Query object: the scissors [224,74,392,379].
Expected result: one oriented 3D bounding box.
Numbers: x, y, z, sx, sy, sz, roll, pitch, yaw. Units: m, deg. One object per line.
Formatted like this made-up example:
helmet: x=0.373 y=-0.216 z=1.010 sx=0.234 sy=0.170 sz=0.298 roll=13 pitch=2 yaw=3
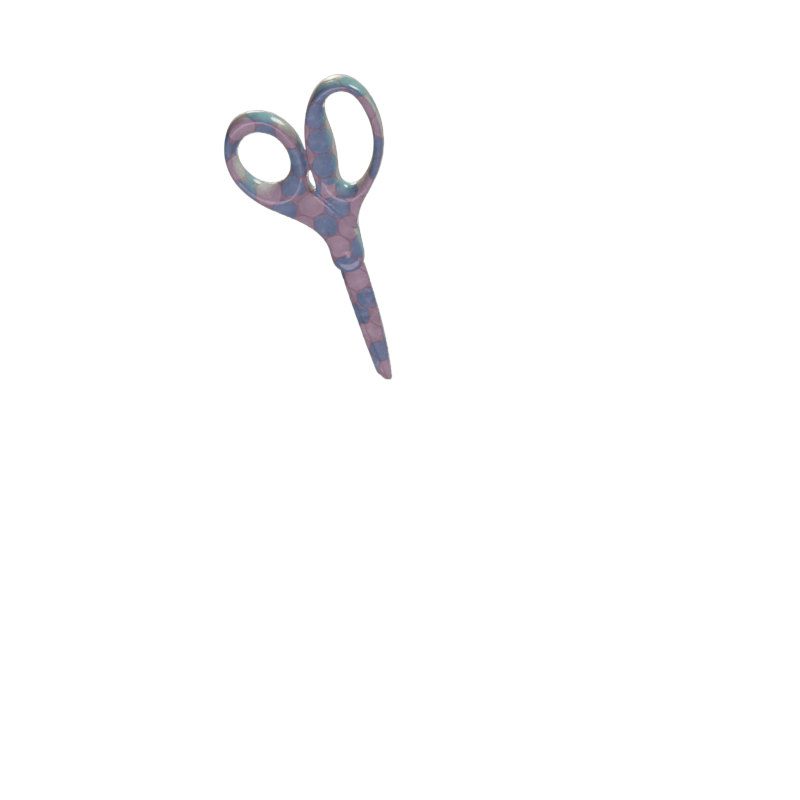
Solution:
scissors: x=-0.050 y=-0.091 z=0.634 sx=0.096 sy=0.189 sz=0.017 roll=1 pitch=34 yaw=-1
